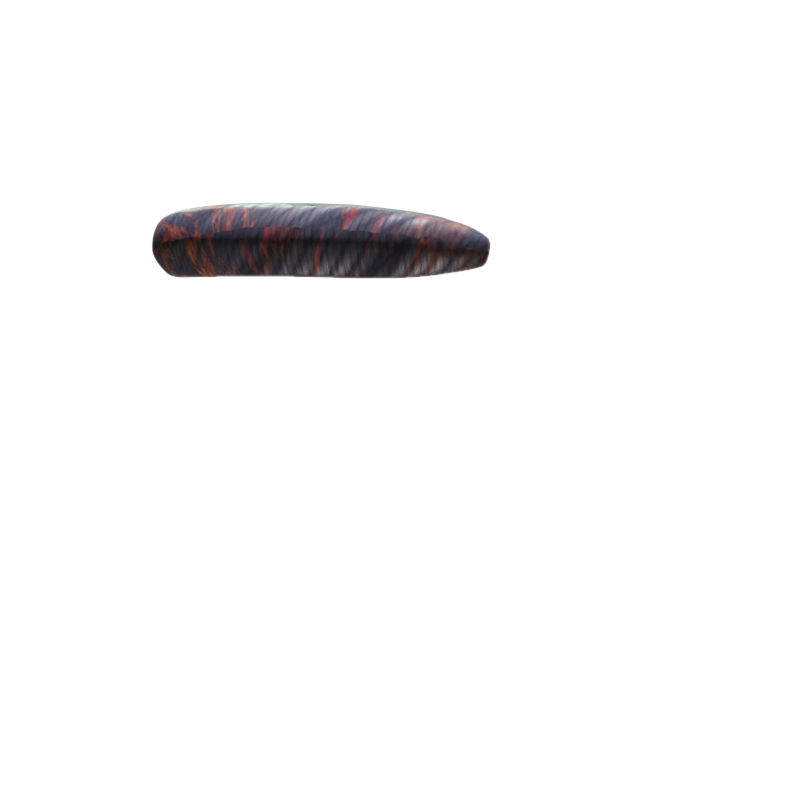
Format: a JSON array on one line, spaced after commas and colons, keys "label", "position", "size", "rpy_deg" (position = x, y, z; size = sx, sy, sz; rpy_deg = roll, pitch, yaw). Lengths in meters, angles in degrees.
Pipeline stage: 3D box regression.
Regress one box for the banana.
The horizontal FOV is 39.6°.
[{"label": "banana", "position": [-0.057, -0.079, 0.548], "size": [0.205, 0.037, 0.067], "rpy_deg": [4, 6, 34]}]
